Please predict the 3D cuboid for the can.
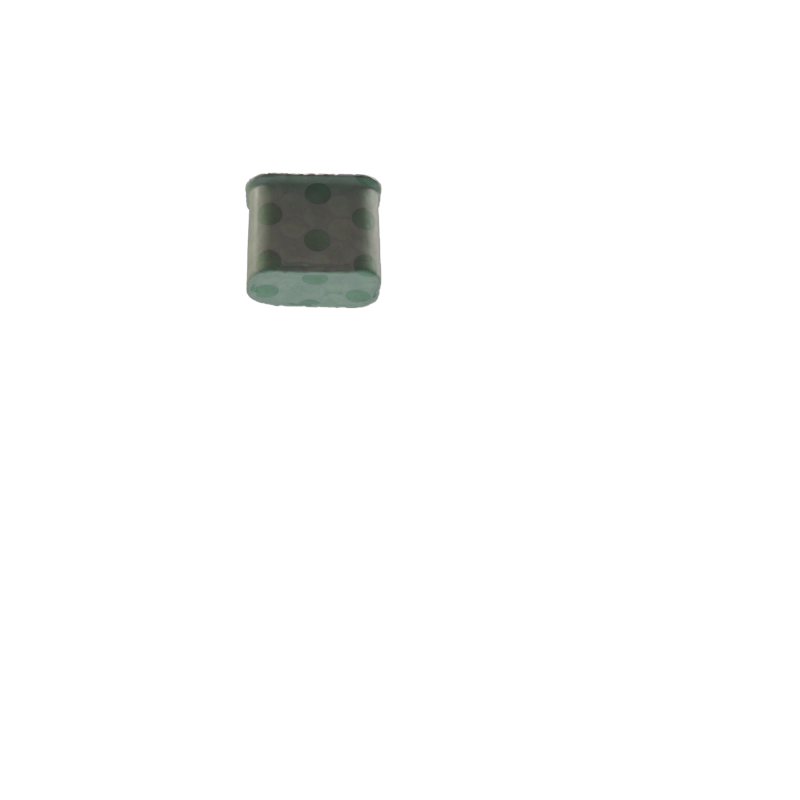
[{"bbox_3d":[-0.064,-0.116,0.814,0.101,0.089,0.054,1,-28,-3],"label":"can"}]
